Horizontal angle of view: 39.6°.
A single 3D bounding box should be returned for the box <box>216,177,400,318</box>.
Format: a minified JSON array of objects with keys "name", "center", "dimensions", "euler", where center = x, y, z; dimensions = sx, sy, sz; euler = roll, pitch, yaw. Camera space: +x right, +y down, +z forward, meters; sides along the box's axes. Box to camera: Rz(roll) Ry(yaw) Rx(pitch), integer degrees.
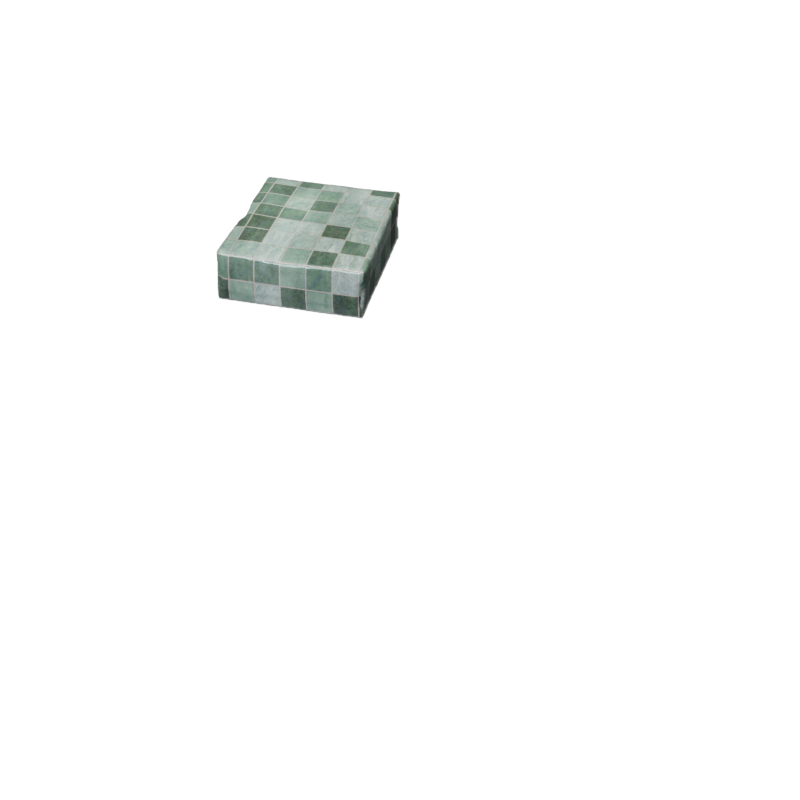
[{"name":"box","center":[-0.044,-0.080,0.559],"dimensions":[0.075,0.028,0.093],"euler":[8,35,11]}]
